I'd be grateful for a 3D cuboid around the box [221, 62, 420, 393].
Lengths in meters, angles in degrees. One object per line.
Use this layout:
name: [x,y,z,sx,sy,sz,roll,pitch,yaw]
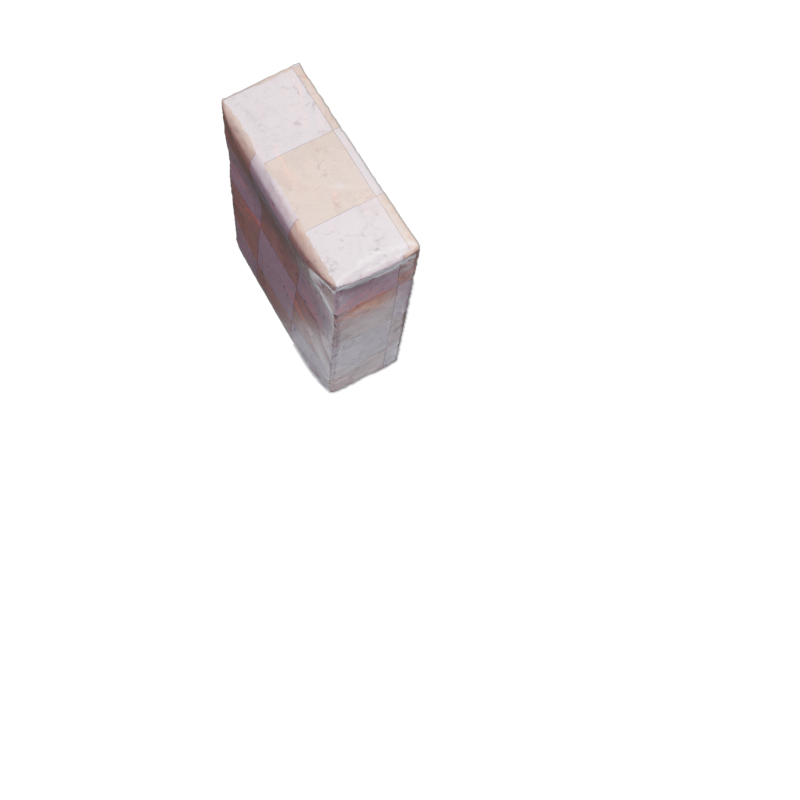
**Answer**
box: [-0.064,-0.117,0.817,0.072,0.173,0.203,-27,-18,-13]
